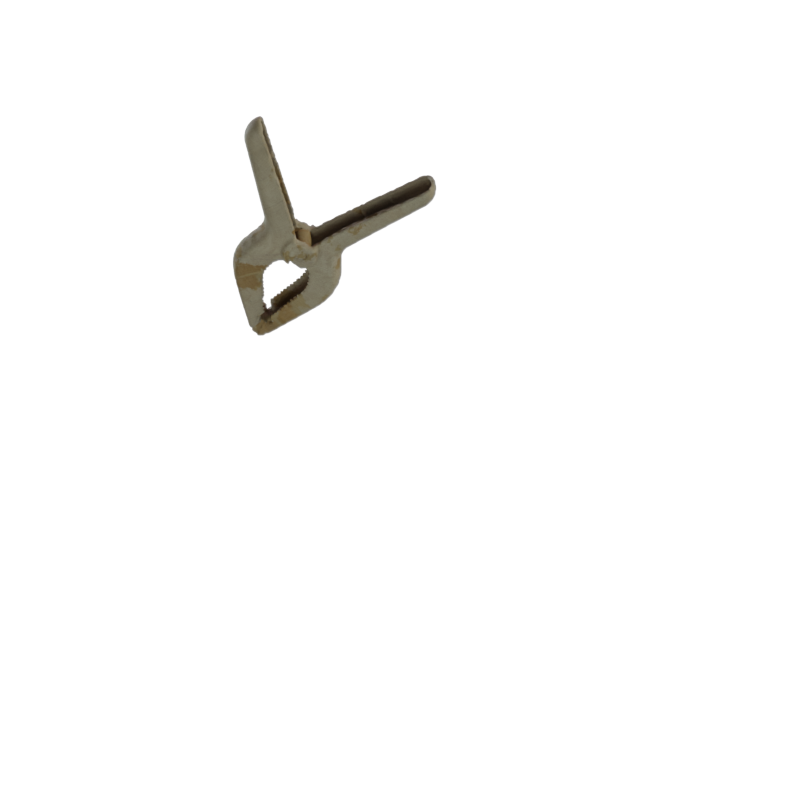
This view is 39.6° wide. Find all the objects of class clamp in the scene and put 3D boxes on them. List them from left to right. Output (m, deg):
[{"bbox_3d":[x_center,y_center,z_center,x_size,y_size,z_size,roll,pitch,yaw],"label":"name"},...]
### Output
[{"bbox_3d":[-0.074,-0.134,0.942,0.161,0.200,0.039,14,39,-12],"label":"clamp"}]
